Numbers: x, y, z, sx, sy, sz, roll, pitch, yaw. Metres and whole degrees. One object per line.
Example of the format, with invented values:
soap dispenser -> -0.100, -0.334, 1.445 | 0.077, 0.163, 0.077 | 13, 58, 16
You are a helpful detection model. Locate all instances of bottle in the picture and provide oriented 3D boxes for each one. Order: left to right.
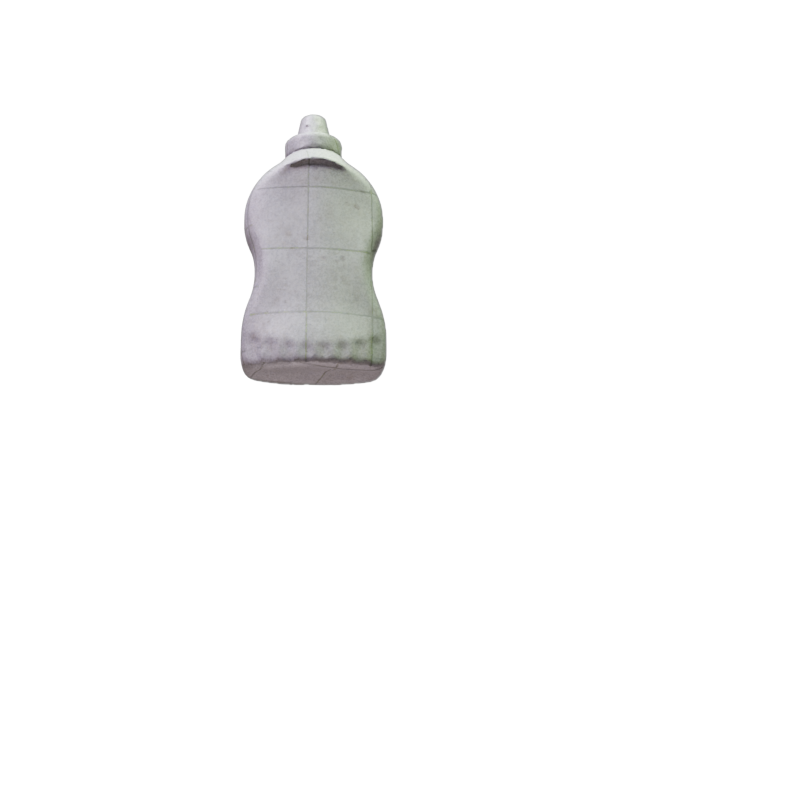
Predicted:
bottle -> -0.060, -0.109, 0.764 | 0.096, 0.201, 0.056 | -1, -21, -2
